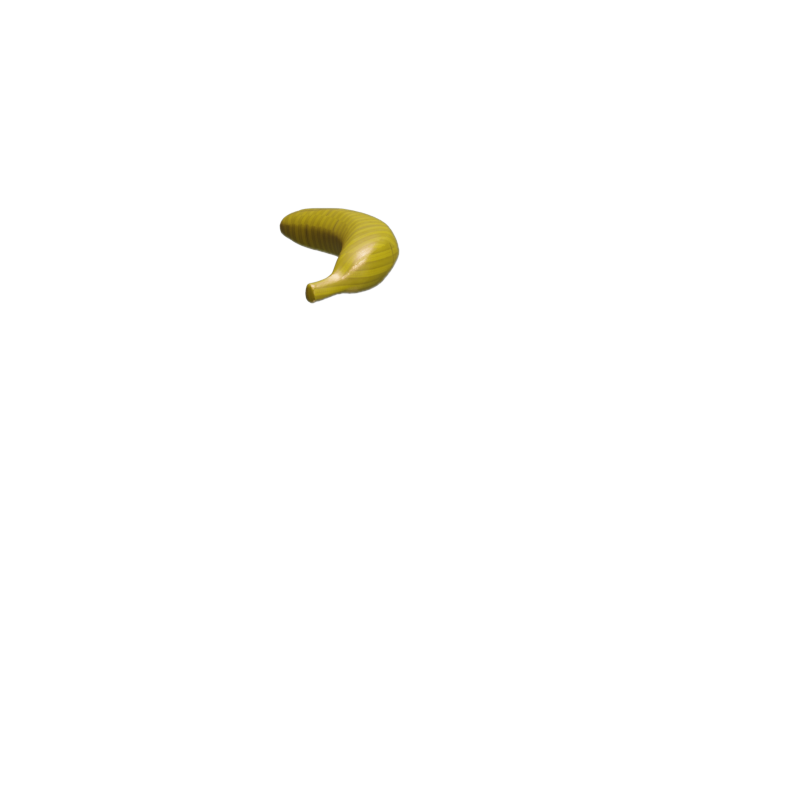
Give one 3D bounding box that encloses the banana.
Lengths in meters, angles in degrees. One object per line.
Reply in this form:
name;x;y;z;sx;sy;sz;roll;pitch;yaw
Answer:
banana;-0.040;-0.107;0.755;0.069;0.035;0.207;-3;19;-9
